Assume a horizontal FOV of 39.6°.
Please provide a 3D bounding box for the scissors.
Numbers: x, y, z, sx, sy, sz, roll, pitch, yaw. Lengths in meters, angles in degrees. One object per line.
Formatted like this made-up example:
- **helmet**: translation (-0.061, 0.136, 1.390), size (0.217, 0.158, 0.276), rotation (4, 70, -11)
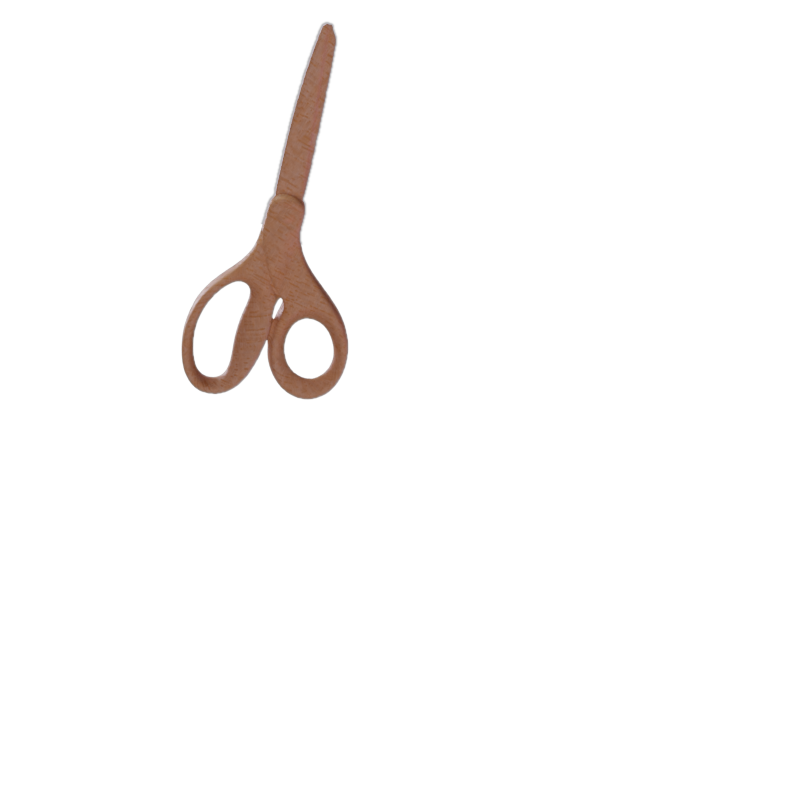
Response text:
- **scissors**: translation (-0.044, -0.081, 0.567), size (0.094, 0.197, 0.016), rotation (29, 17, -10)
